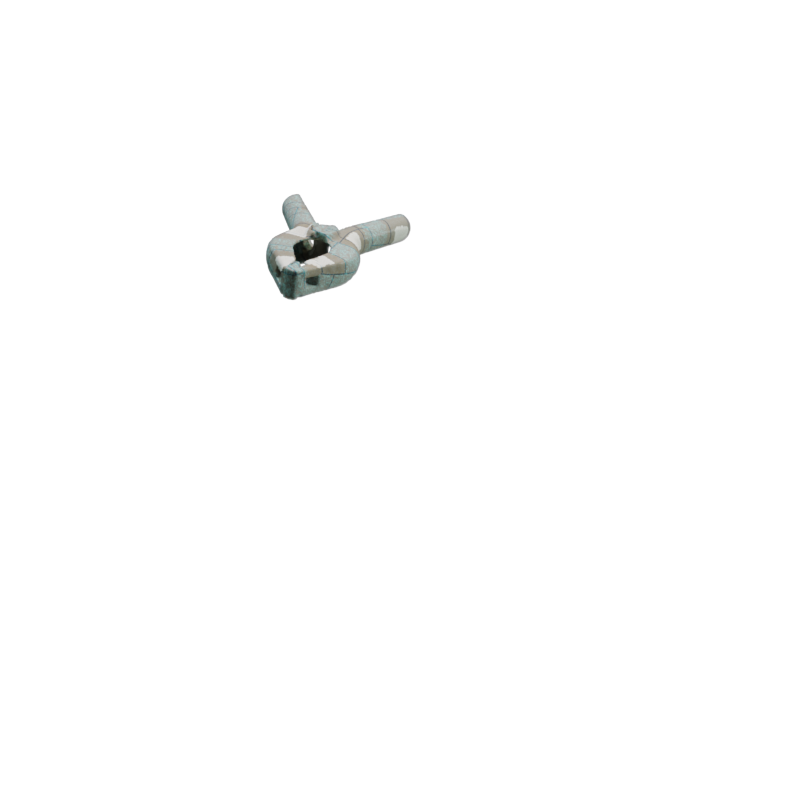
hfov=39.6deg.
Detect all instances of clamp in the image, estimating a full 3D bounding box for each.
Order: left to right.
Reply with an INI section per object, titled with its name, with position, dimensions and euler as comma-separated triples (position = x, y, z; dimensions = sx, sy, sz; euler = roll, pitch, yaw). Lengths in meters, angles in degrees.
[clamp]
position = -0.075, -0.137, 0.962
dimensions = 0.125, 0.037, 0.174
euler = 11, 28, 22
